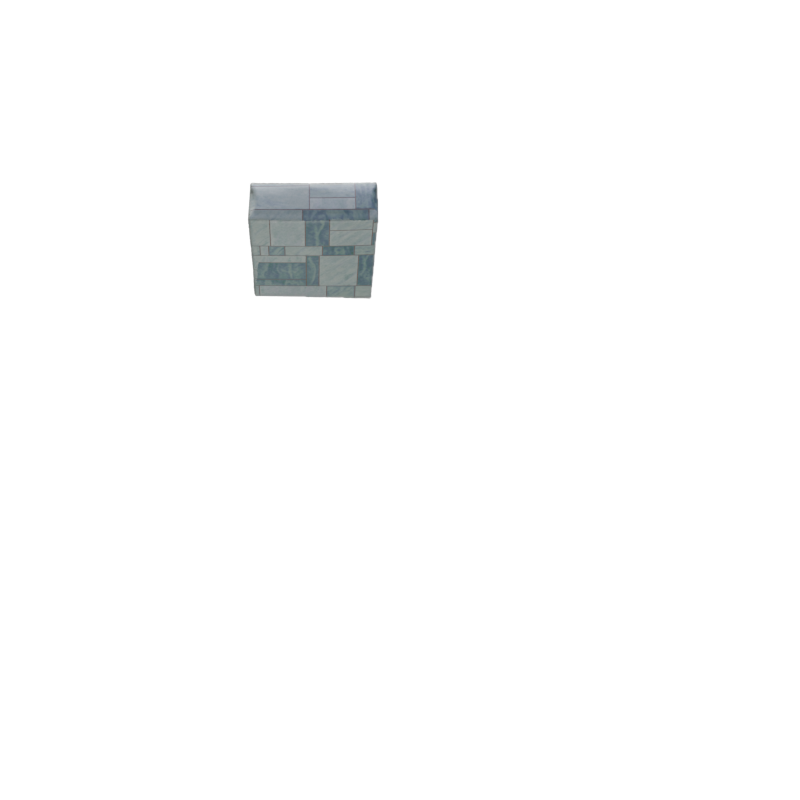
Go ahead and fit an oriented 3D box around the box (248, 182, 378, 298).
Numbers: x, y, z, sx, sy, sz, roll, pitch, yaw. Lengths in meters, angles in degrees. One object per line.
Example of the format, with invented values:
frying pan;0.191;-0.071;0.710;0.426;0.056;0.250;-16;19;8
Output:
box;-0.052;-0.094;0.660;0.073;0.032;0.084;1;-27;-2
